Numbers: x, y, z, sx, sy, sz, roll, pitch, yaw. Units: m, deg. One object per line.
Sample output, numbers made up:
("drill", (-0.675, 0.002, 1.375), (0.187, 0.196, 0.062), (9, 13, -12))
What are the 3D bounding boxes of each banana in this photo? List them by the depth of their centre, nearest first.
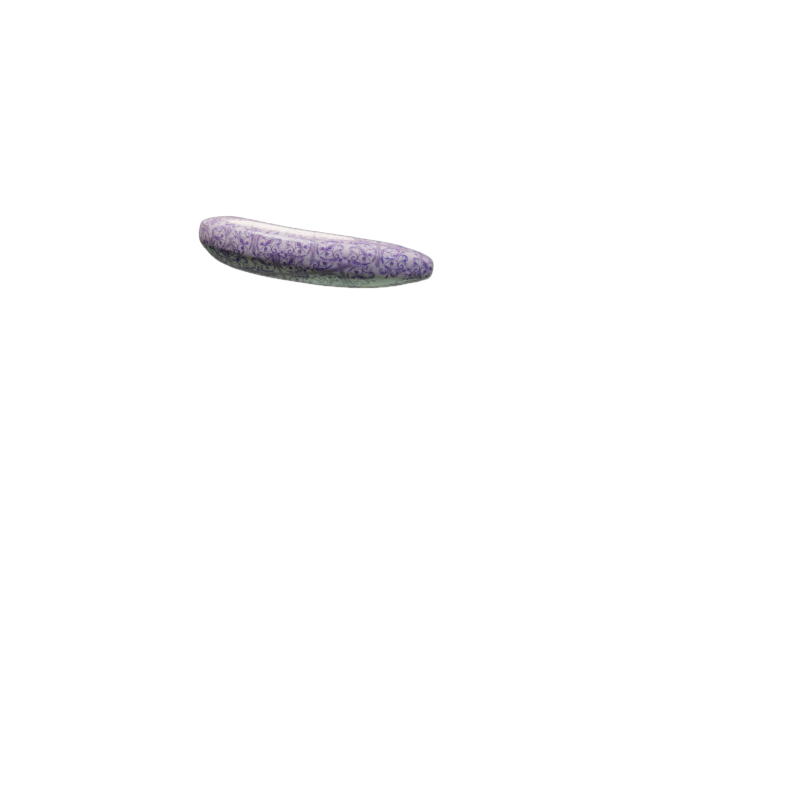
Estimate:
("banana", (-0.076, -0.110, 0.800), (0.207, 0.035, 0.070), (16, 29, 29))
